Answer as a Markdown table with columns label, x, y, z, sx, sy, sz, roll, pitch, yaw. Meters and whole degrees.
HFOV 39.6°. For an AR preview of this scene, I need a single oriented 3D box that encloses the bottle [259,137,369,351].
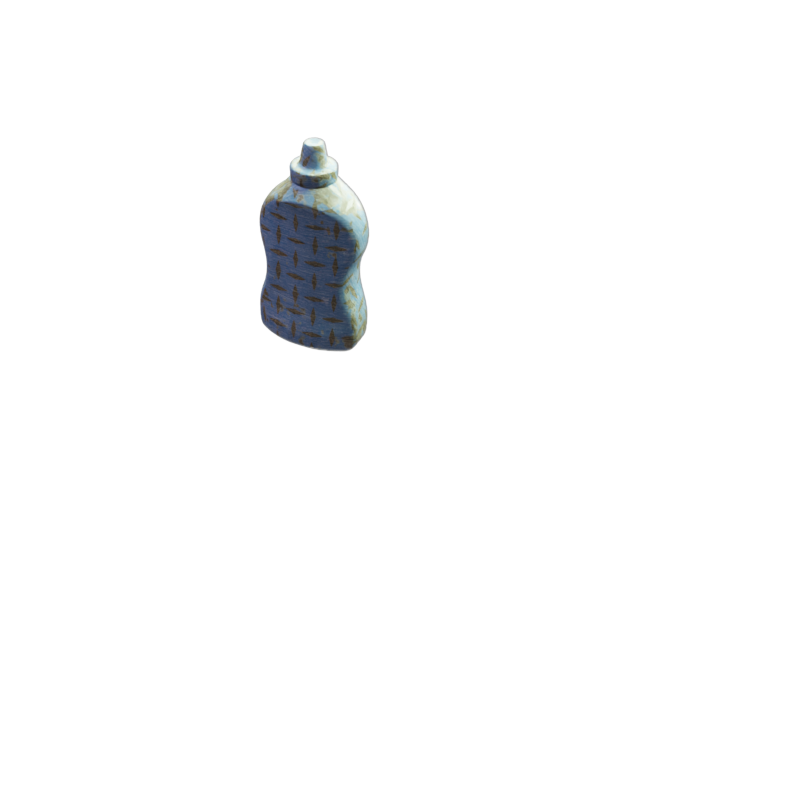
| label | x | y | z | sx | sy | sz | roll | pitch | yaw |
| --- | --- | --- | --- | --- | --- | --- | --- | --- | --- |
| bottle | -0.075 | -0.137 | 0.959 | 0.100 | 0.180 | 0.060 | 18 | 37 | 22 |
